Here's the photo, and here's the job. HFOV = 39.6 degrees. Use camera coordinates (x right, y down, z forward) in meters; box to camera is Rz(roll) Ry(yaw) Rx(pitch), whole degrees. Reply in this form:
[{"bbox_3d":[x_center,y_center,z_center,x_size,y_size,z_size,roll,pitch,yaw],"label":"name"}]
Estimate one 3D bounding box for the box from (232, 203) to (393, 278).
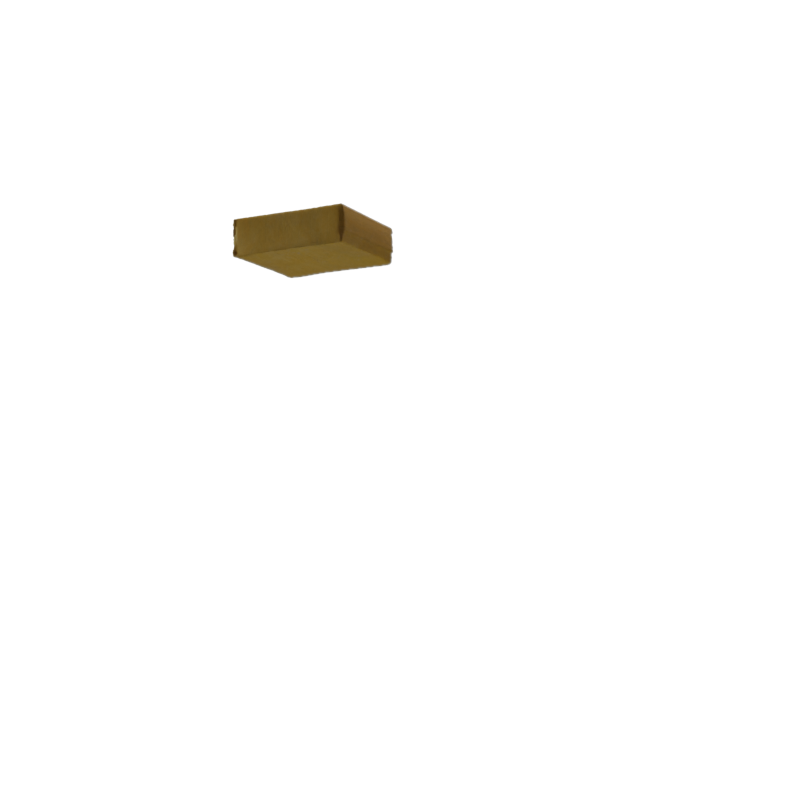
[{"bbox_3d":[-0.076,-0.138,0.966,0.116,0.040,0.085,-5,-11,29],"label":"box"}]
